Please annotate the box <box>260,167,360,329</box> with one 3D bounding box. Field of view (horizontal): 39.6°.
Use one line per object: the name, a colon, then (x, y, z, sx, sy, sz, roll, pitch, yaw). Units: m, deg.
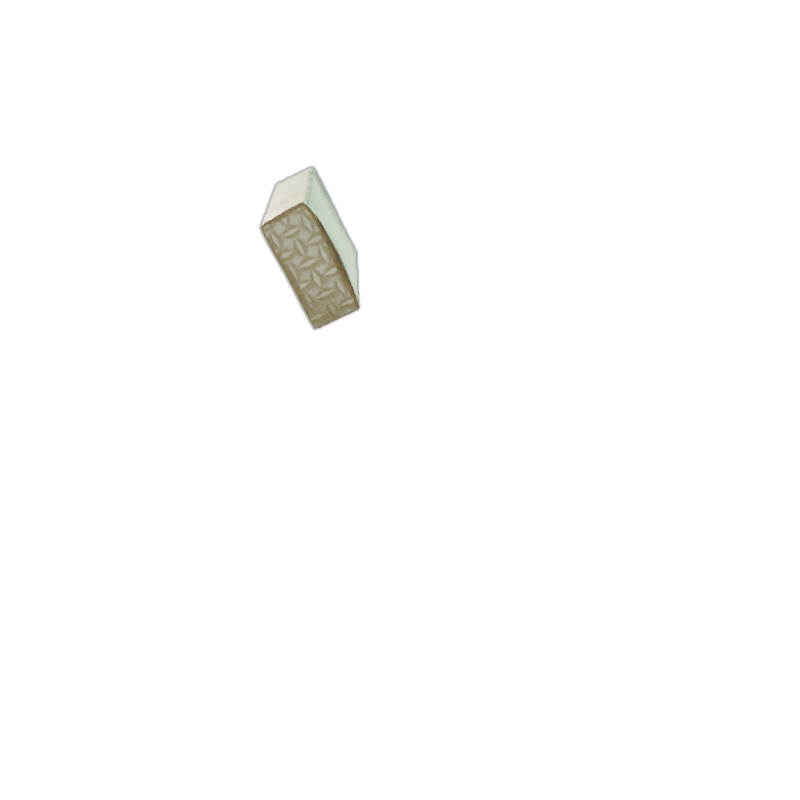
box: (-0.071, -0.129, 0.906, 0.048, 0.090, 0.183, -26, 17, 4)
